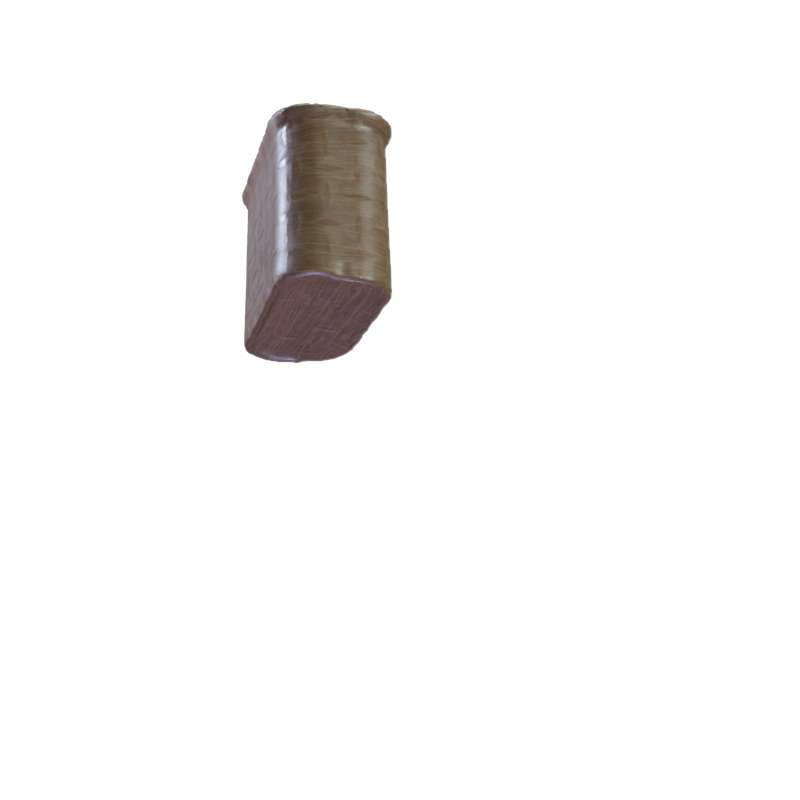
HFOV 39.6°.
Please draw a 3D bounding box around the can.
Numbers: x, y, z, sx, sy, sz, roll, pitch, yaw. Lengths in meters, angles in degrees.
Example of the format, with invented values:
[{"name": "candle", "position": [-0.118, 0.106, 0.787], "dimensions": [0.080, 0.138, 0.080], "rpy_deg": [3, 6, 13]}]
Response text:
[{"name": "can", "position": [-0.040, -0.073, 0.510], "dimensions": [0.056, 0.089, 0.099], "rpy_deg": [6, -24, -16]}]
